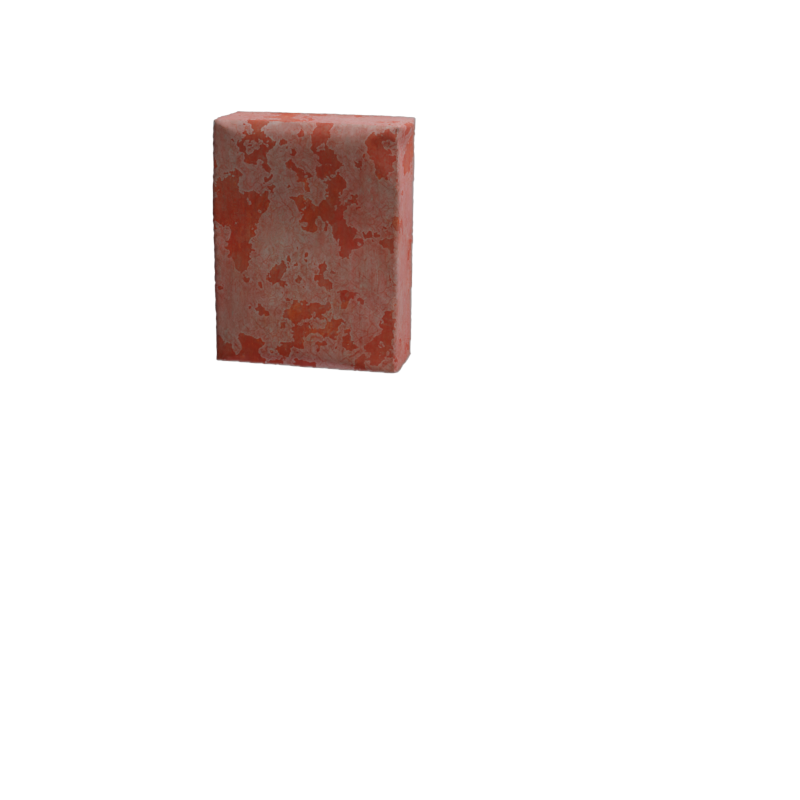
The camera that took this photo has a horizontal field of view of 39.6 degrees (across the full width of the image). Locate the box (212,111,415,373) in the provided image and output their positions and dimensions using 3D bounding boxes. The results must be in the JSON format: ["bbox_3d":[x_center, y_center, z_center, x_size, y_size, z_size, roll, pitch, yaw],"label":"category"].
[{"bbox_3d":[-0.074,-0.136,0.950,0.168,0.207,0.073,5,15,14],"label":"box"}]
